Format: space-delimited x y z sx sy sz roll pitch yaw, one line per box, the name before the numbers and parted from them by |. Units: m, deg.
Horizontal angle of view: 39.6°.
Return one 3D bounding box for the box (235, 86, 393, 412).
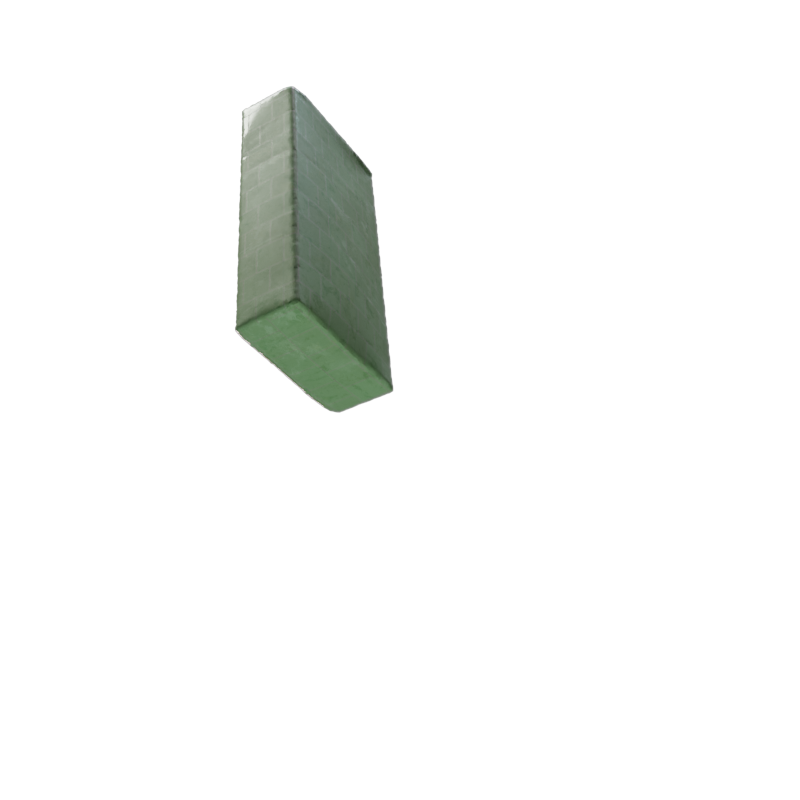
box | -0.049 -0.090 0.628 0.048 0.189 0.086 -24 -44 23
